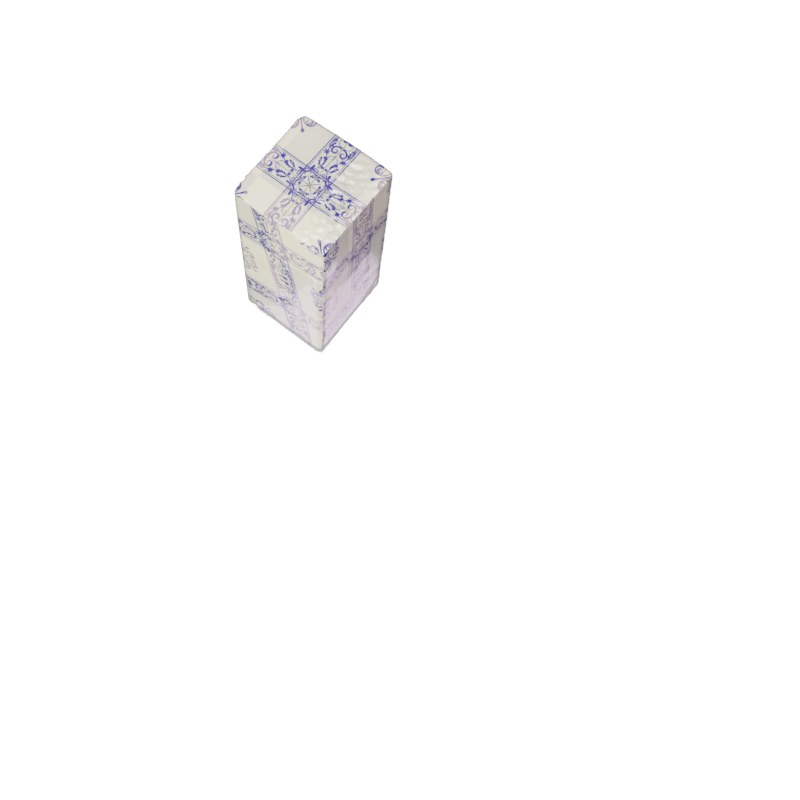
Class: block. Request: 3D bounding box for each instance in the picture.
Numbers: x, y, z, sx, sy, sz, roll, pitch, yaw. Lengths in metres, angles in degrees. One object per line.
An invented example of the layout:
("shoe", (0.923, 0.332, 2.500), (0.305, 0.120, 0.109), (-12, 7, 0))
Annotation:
("block", (-0.073, -0.133, 0.930), (0.093, 0.092, 0.196), (36, -18, 9))
